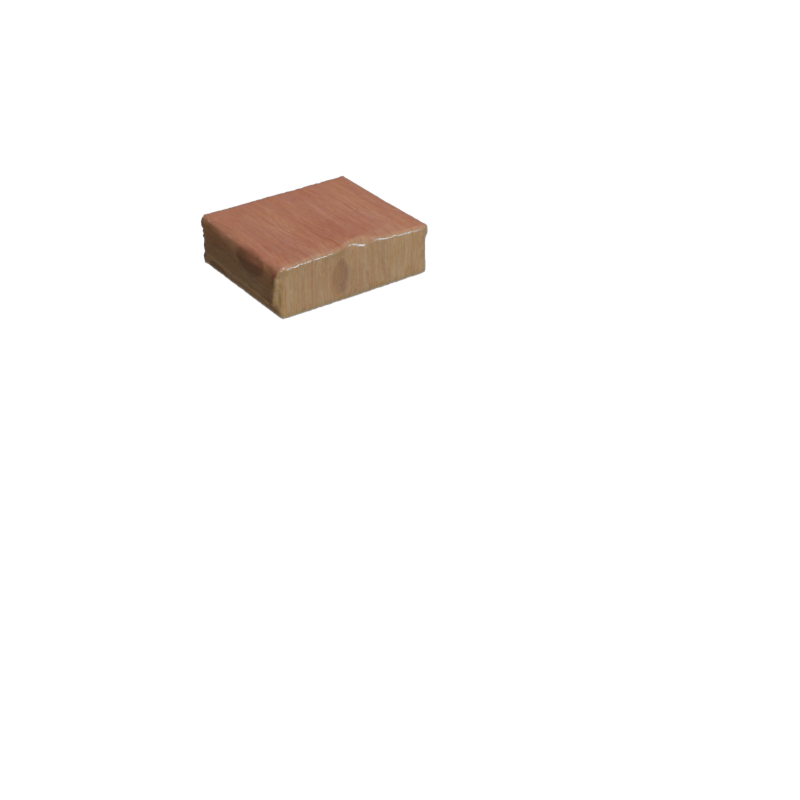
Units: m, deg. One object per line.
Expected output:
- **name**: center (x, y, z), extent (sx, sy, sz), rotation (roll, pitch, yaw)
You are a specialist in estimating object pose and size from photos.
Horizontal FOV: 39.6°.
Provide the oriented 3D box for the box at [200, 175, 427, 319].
- **box**: center (-0.043, -0.078, 0.550), extent (0.088, 0.028, 0.079), rotation (-21, 38, -30)
